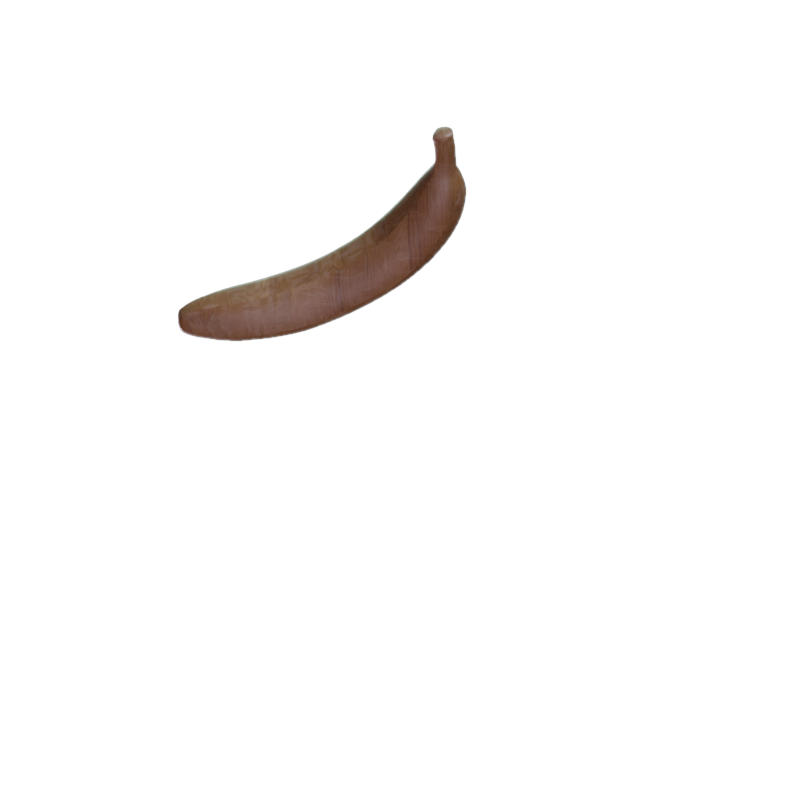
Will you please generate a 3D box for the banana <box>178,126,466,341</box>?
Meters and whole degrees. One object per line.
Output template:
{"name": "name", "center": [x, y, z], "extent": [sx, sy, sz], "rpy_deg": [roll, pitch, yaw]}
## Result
{"name": "banana", "center": [-0.034, -0.080, 0.629], "extent": [0.197, 0.065, 0.039], "rpy_deg": [-33, 28, 19]}
